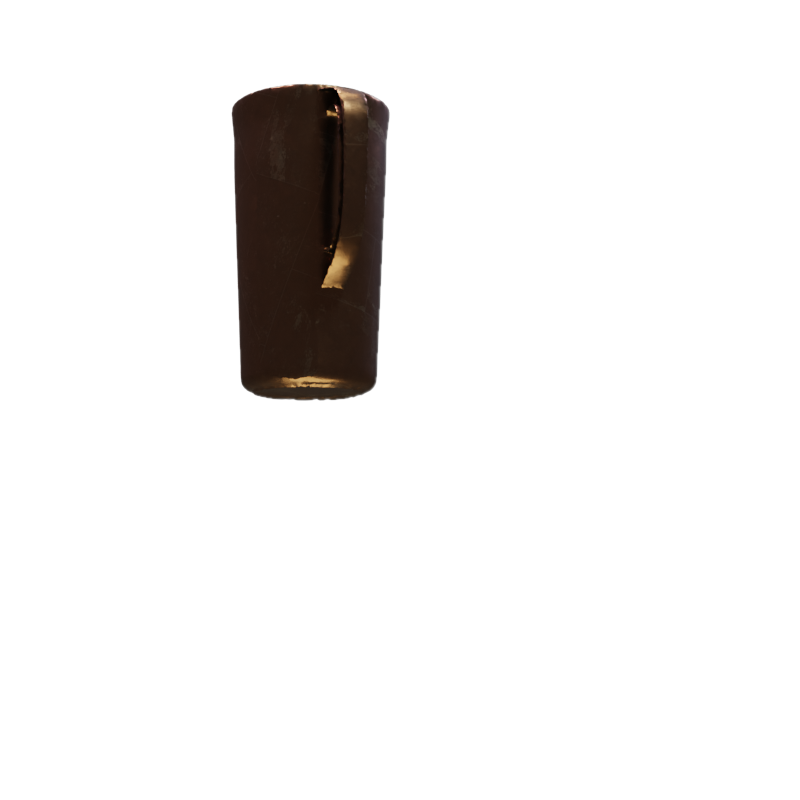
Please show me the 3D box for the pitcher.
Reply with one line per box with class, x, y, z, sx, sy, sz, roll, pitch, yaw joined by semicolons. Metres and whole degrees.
pitcher;-0.070;-0.128;0.895;0.148;0.251;0.141;-6;-14;21
